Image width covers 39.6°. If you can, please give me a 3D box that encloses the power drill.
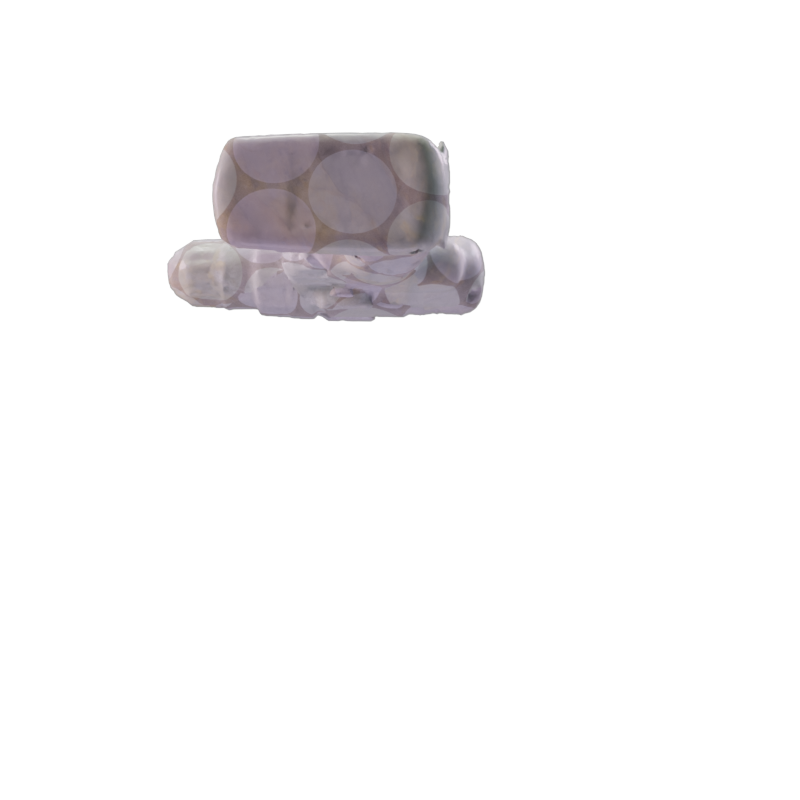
[{"bbox_3d":[-0.045,-0.083,0.579,0.185,0.059,0.182,0,-7,3],"label":"power drill"}]
